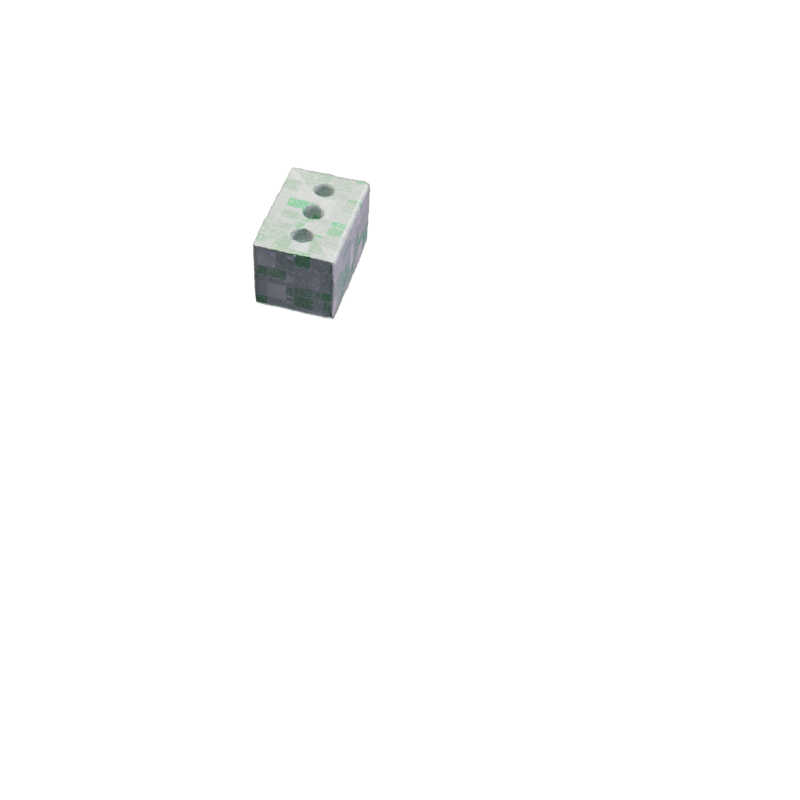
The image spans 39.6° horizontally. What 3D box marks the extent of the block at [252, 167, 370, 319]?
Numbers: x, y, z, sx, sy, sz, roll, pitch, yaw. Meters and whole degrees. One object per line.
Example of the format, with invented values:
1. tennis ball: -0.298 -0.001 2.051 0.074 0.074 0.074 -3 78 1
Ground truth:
1. block: -0.054 -0.098 0.686 0.054 0.082 0.048 12 -42 9
